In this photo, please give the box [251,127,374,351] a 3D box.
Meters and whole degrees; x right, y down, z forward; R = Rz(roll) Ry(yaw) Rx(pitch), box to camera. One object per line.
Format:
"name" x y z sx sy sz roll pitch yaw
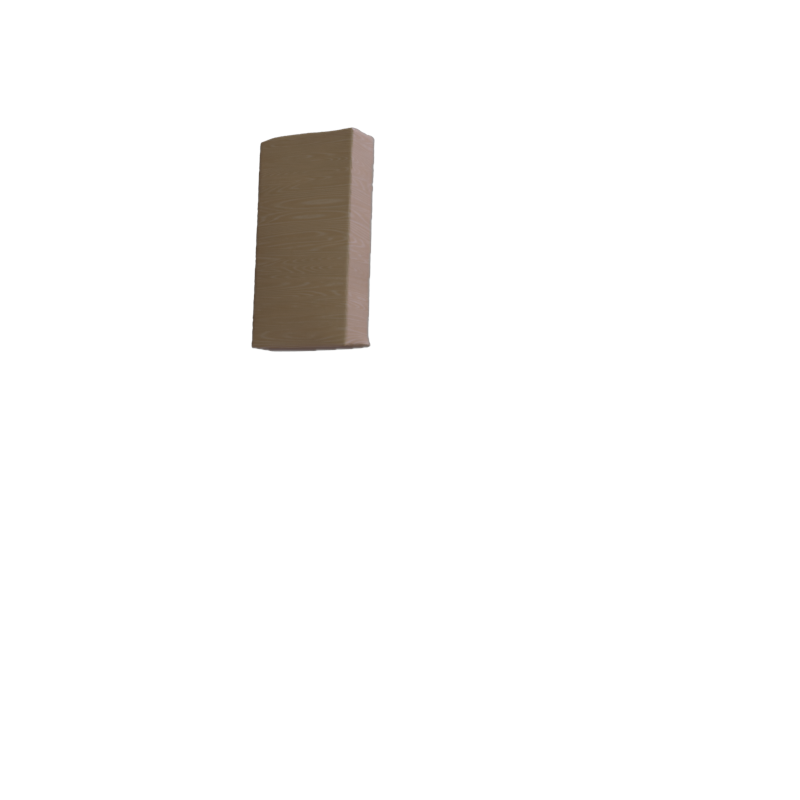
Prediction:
"box" -0.071 -0.129 0.905 0.096 0.180 0.046 -4 -8 29
